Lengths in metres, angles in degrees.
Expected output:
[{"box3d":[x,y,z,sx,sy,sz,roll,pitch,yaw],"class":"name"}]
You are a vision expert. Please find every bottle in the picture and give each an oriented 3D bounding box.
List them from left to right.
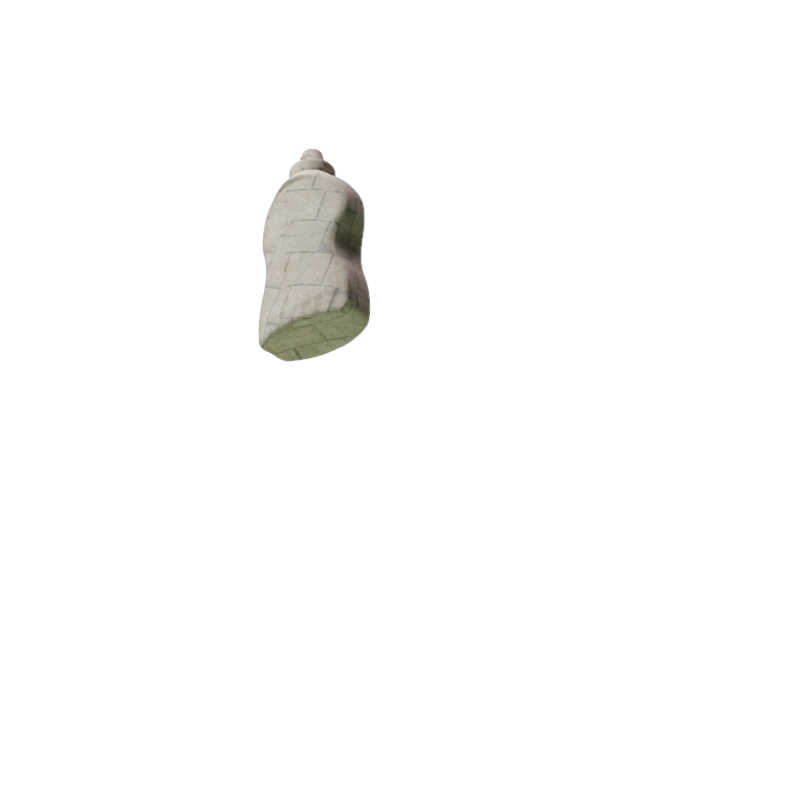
[{"box3d":[-0.073,-0.134,0.934,0.096,0.205,0.054,-26,-40,32],"class":"bottle"}]
